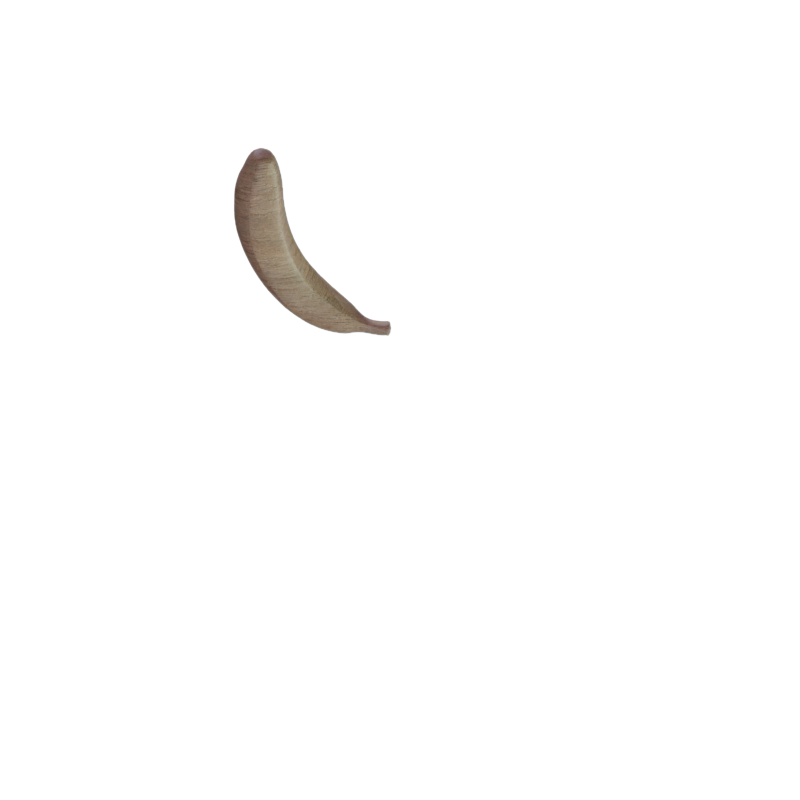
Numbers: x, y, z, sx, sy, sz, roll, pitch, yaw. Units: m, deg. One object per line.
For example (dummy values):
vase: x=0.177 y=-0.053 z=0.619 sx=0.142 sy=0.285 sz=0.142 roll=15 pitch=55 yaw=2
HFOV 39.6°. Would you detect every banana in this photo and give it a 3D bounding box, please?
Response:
banana: x=-0.078 y=-0.107 z=0.815 sx=0.070 sy=0.039 sz=0.183 roll=-20 pitch=-46 yaw=19
